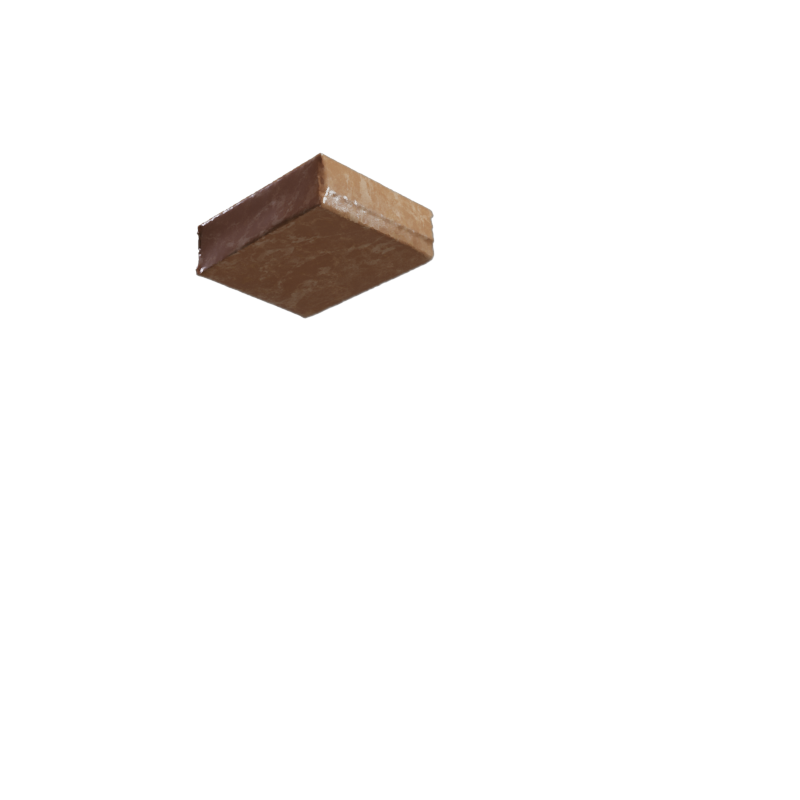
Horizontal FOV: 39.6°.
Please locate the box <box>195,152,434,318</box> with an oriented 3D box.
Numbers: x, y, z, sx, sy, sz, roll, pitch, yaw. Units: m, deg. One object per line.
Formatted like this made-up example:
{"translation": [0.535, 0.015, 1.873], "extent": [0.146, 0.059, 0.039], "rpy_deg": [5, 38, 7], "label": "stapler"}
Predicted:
{"translation": [-0.050, -0.092, 0.644], "extent": [0.114, 0.041, 0.084], "rpy_deg": [-23, -34, 40], "label": "box"}
